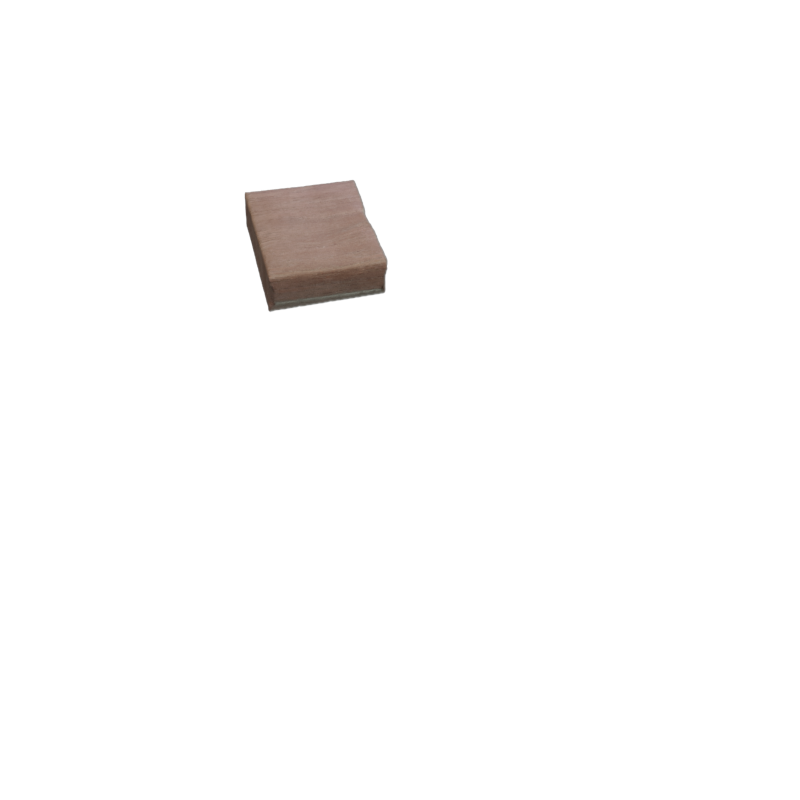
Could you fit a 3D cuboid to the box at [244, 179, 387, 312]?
[{"bbox_3d":[-0.054,-0.098,0.689,0.072,0.028,0.097,-9,44,-10],"label":"box"}]
